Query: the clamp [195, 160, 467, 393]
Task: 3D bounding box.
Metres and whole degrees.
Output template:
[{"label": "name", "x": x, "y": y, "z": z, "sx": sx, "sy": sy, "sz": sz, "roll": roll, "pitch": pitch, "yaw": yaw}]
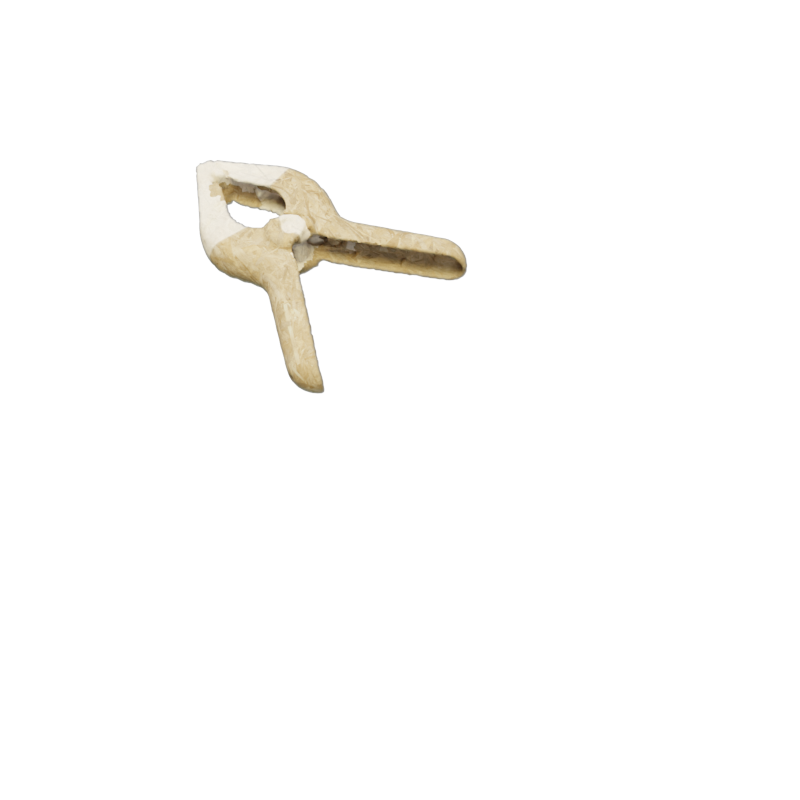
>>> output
[{"label": "clamp", "x": -0.049, "y": -0.090, "z": 0.632, "sx": 0.120, "sy": 0.184, "sz": 0.037, "roll": -28, "pitch": -33, "yaw": -21}]
